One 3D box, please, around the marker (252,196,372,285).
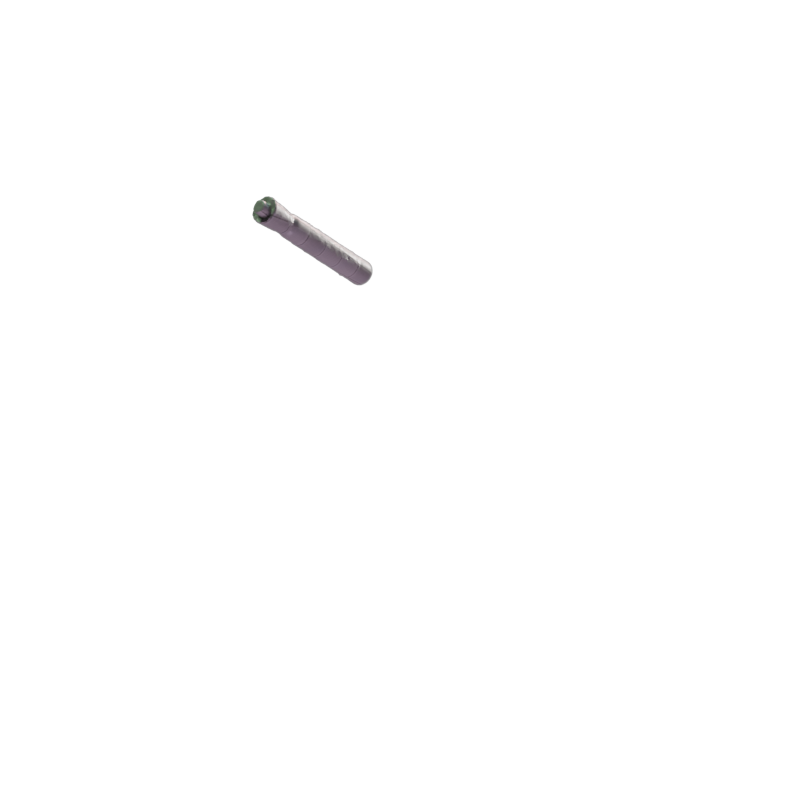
[{"bbox_3d":[-0.058,-0.107,0.747,0.021,0.020,0.113,3,-15,36],"label":"marker"}]
